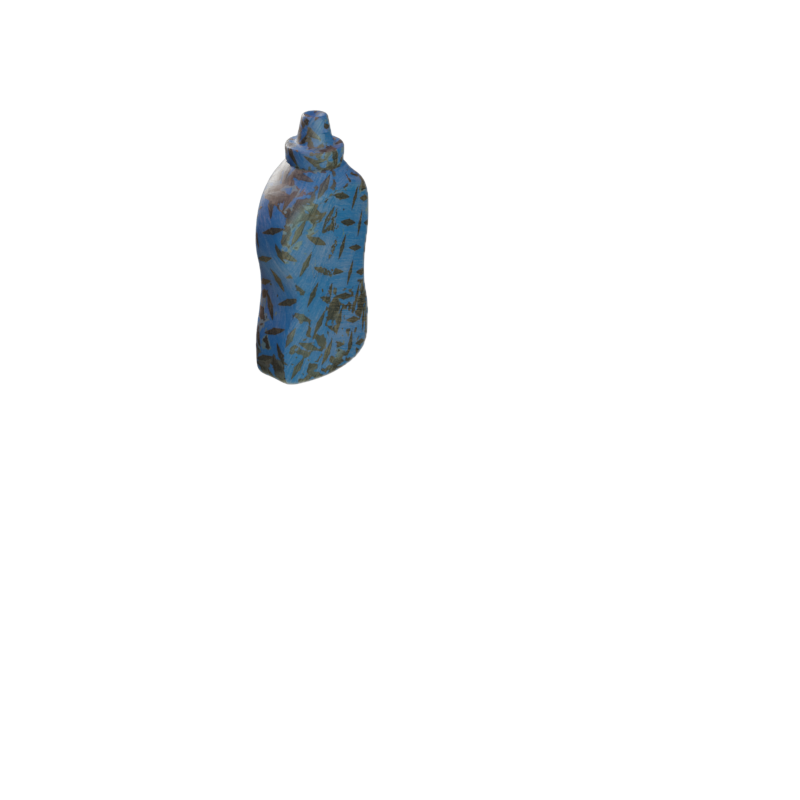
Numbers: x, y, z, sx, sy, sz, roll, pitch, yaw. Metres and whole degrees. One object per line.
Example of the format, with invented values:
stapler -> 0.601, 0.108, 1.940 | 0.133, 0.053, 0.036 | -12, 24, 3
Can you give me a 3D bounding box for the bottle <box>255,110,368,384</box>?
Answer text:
bottle -> -0.062, -0.113, 0.791 | 0.062, 0.181, 0.096 | 22, 34, 34
